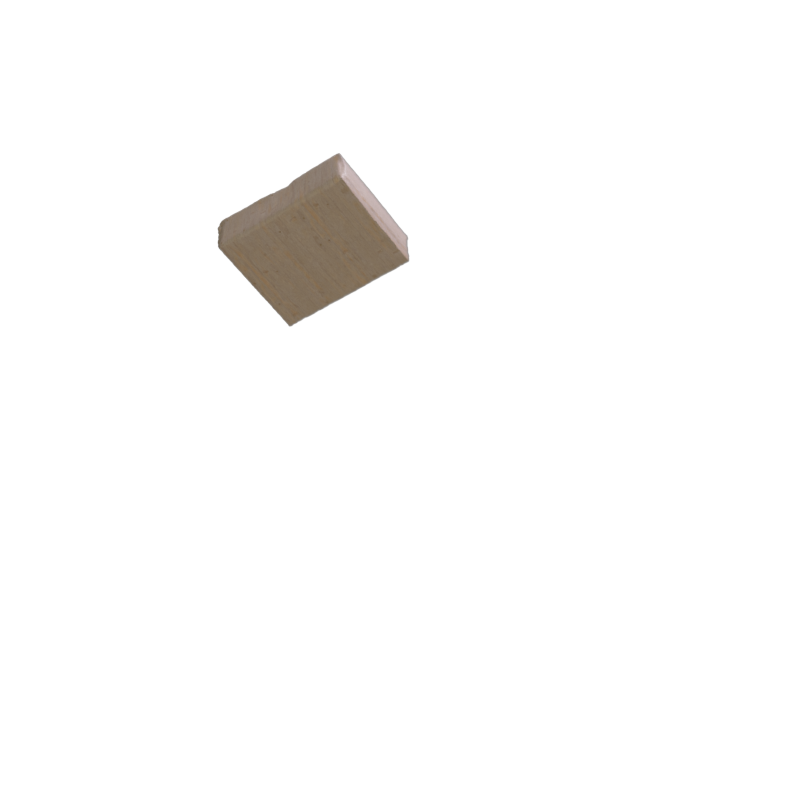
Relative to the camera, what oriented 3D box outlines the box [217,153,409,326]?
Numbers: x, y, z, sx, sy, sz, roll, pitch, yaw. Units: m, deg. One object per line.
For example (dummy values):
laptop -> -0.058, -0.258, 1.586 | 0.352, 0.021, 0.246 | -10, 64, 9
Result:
box -> -0.051, -0.093, 0.650 | 0.089, 0.032, 0.068 | -27, -54, 21
